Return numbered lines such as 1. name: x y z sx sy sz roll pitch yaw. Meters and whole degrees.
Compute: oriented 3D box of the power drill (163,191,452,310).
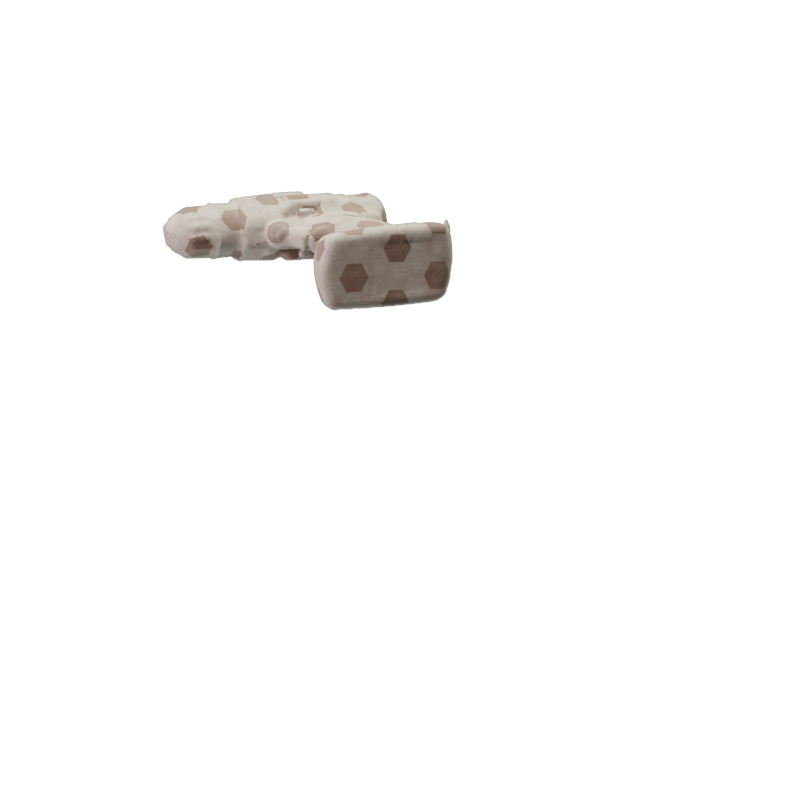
1. power drill: -0.064 -0.117 0.818 0.180 0.055 0.199 -10 23 -25
